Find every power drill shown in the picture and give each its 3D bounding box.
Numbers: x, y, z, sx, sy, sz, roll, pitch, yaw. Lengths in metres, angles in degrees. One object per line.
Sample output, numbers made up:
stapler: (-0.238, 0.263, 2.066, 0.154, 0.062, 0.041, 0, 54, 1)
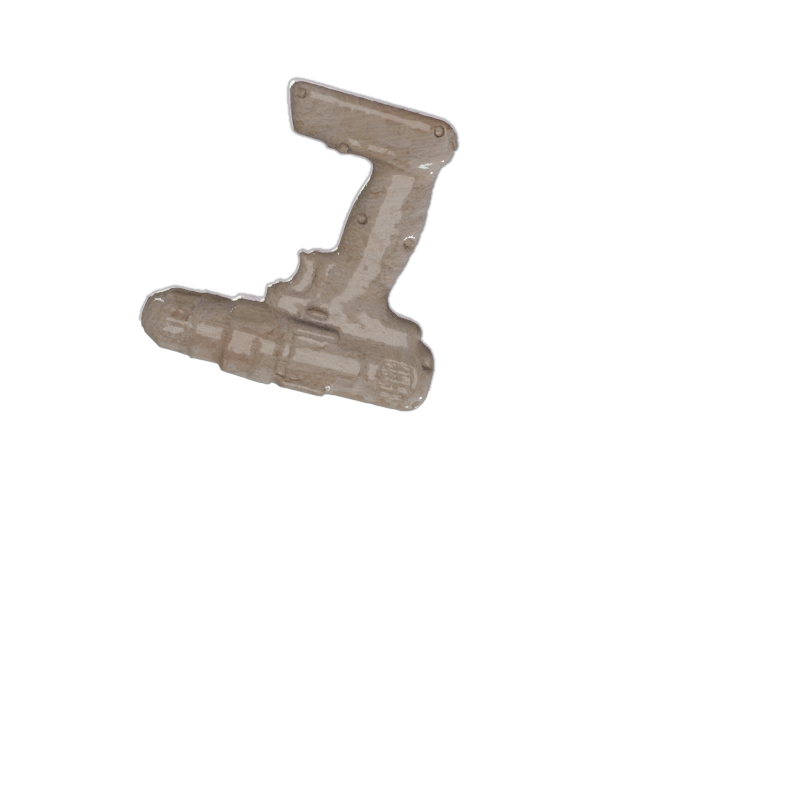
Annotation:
power drill: (-0.053, -0.097, 0.678, 0.183, 0.184, 0.059, 14, 11, -3)
